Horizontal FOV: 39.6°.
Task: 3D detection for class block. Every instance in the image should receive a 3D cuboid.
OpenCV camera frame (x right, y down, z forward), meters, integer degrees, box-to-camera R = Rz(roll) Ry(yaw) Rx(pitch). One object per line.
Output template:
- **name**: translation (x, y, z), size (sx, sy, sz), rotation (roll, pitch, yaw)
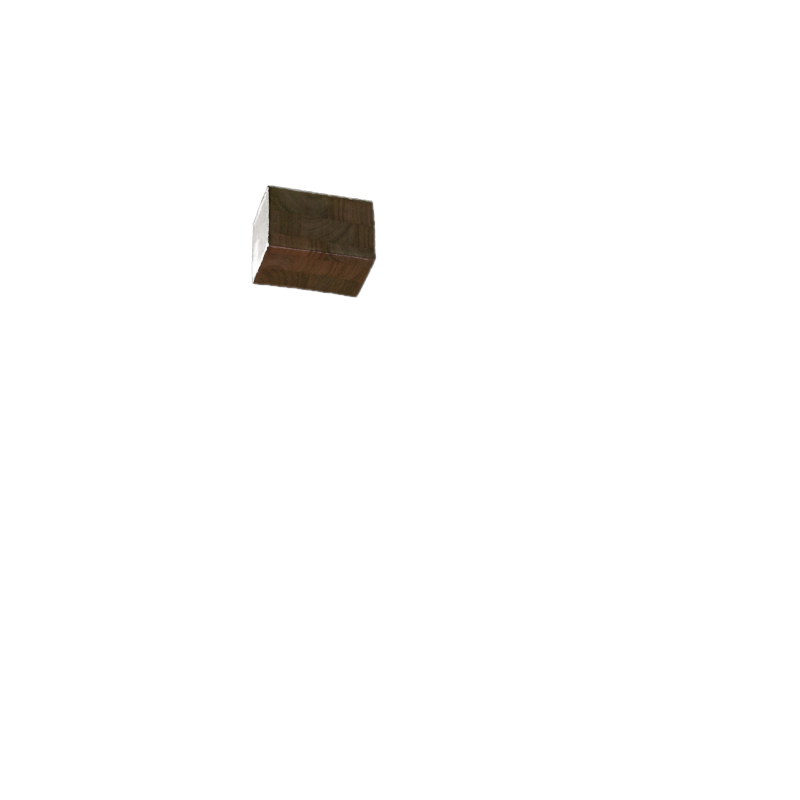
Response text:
- **block**: translation (-0.060, -0.110, 0.772), size (0.076, 0.055, 0.051), rotation (7, -31, -14)
